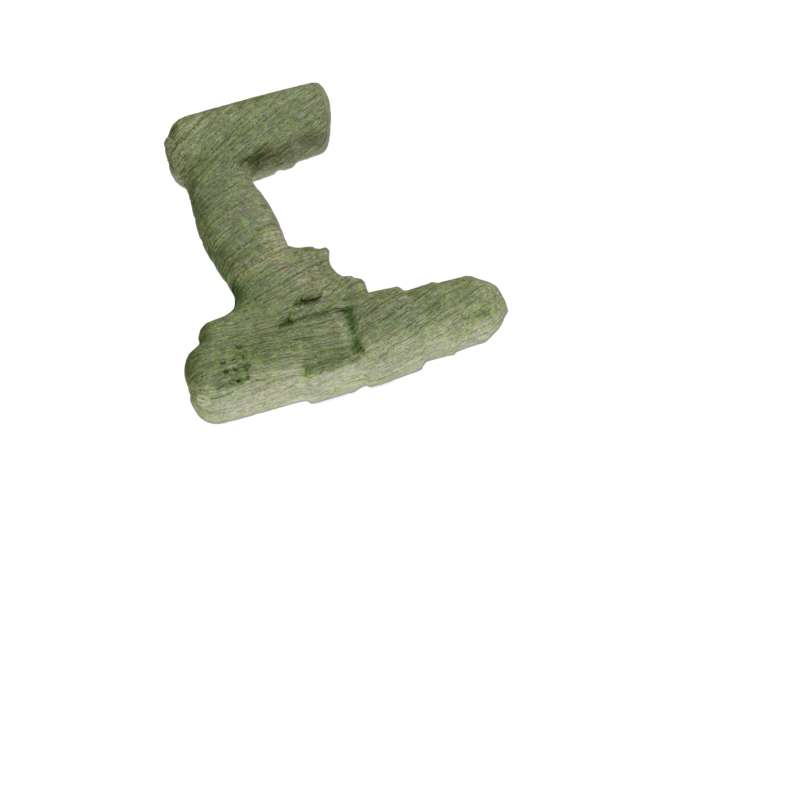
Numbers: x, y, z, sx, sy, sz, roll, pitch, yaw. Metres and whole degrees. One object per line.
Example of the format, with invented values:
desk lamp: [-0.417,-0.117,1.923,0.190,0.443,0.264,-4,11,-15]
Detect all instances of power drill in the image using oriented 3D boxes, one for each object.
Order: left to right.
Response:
power drill: [-0.051,-0.092,0.648,0.183,0.200,0.054,-16,-25,-8]
